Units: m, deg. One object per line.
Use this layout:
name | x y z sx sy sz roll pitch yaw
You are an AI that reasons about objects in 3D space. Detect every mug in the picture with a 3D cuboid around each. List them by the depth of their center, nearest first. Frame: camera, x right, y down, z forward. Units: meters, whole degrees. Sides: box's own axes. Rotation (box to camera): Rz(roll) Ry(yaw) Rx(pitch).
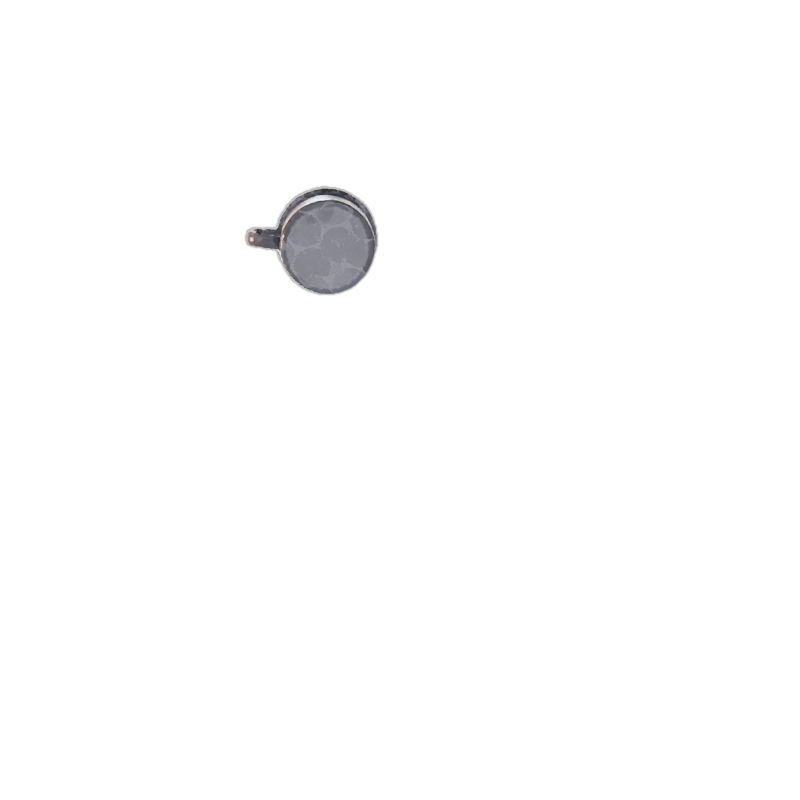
mug | -0.076 -0.139 0.970 0.117 0.092 0.083 7 9 -2
